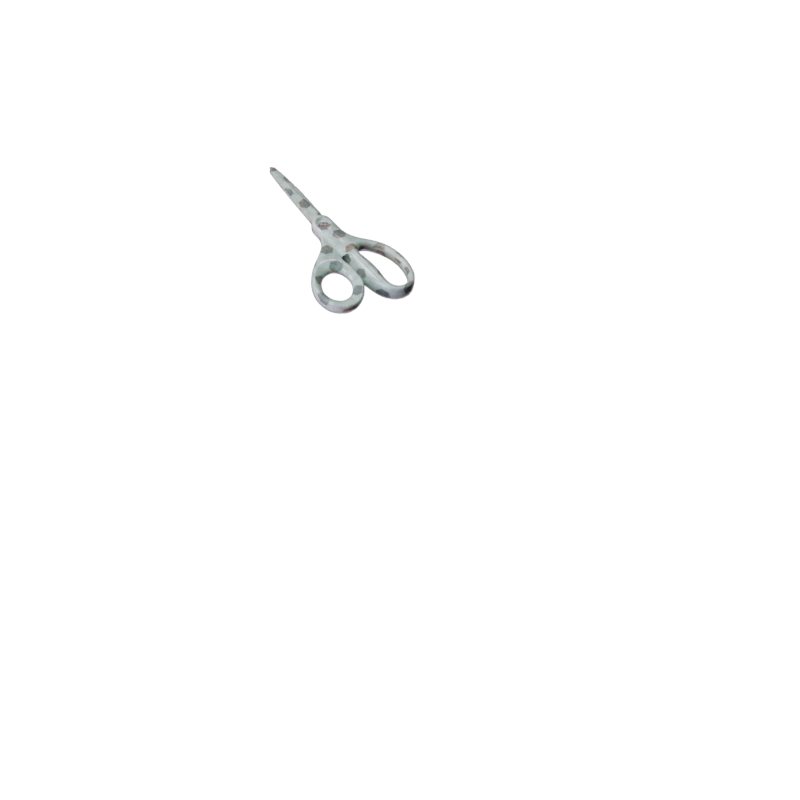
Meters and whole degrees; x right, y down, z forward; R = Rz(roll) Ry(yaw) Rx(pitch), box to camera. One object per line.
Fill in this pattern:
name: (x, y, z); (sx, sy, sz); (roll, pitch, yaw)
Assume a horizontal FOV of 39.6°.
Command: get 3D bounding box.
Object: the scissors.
scissors: (-0.077, -0.140, 0.984); (0.215, 0.015, 0.097); (35, 56, 28)
